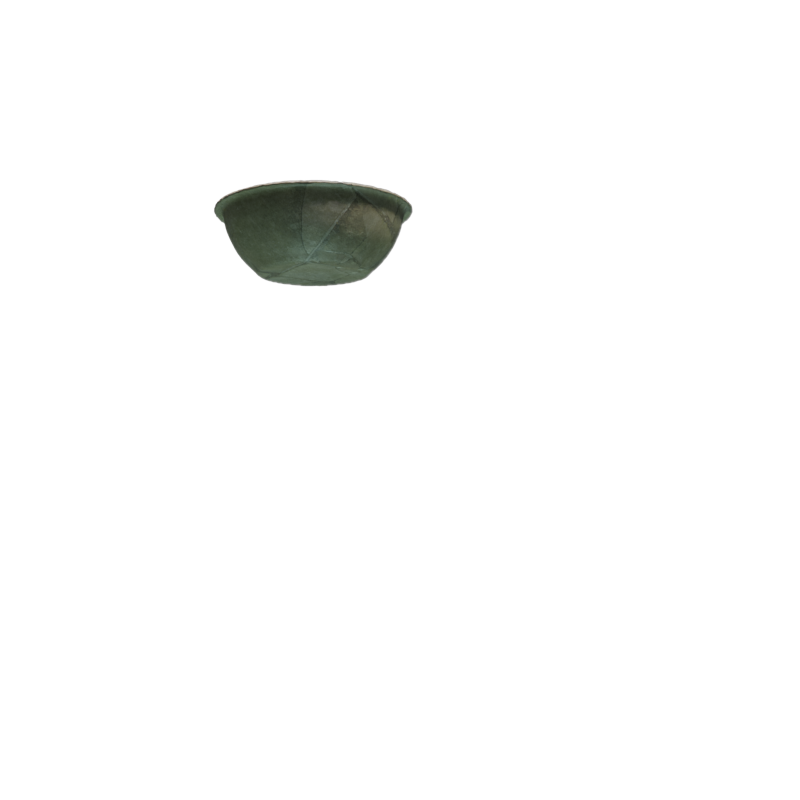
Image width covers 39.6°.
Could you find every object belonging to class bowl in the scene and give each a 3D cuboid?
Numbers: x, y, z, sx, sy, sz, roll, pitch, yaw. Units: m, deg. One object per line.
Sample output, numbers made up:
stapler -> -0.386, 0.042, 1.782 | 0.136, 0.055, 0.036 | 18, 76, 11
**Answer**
bowl -> -0.070, -0.128, 0.899 | 0.162, 0.057, 0.158 | 0, -7, -2
